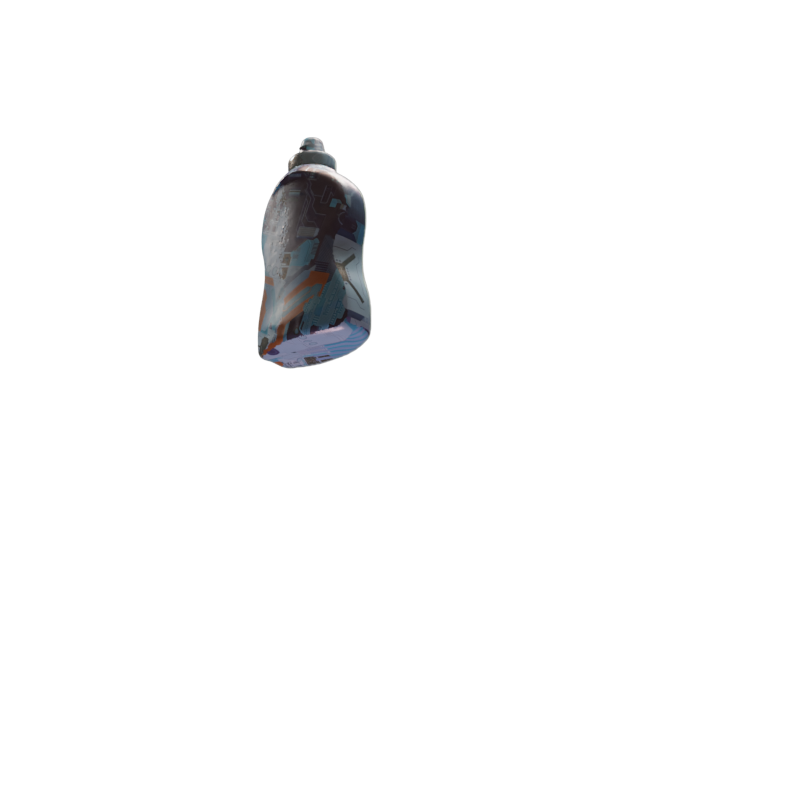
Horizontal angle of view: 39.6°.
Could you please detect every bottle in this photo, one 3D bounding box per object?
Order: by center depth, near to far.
[{"bbox_3d":[-0.070,-0.128,0.895,0.097,0.203,0.055,-23,-33,36],"label":"bottle"}]
